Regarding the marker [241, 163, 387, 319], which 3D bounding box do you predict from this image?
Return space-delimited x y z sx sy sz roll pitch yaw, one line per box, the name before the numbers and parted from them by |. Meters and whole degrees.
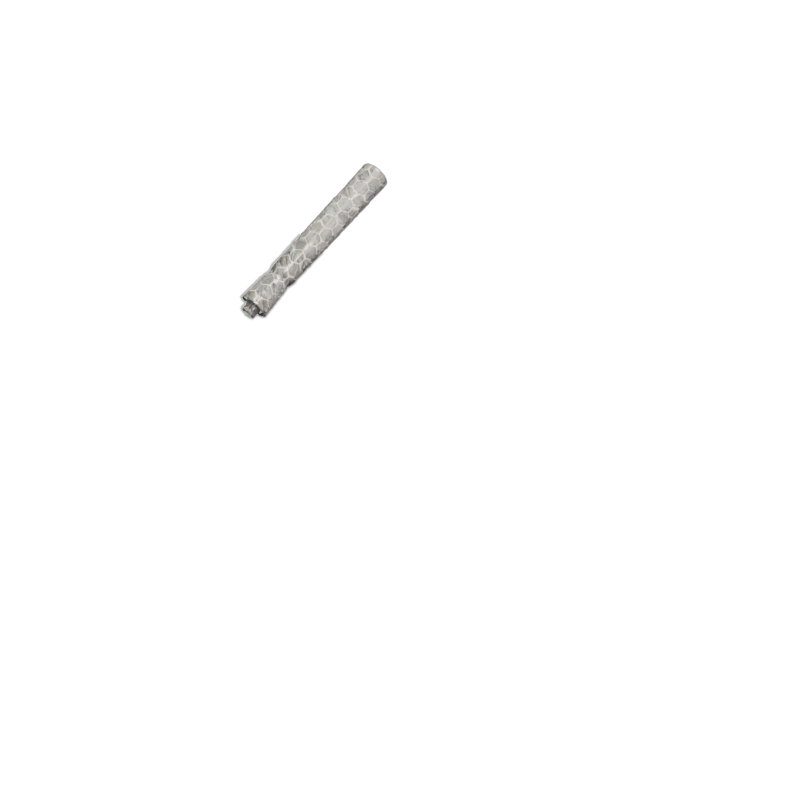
marker | -0.052 -0.095 0.668 0.019 0.123 0.020 48 -19 -23
